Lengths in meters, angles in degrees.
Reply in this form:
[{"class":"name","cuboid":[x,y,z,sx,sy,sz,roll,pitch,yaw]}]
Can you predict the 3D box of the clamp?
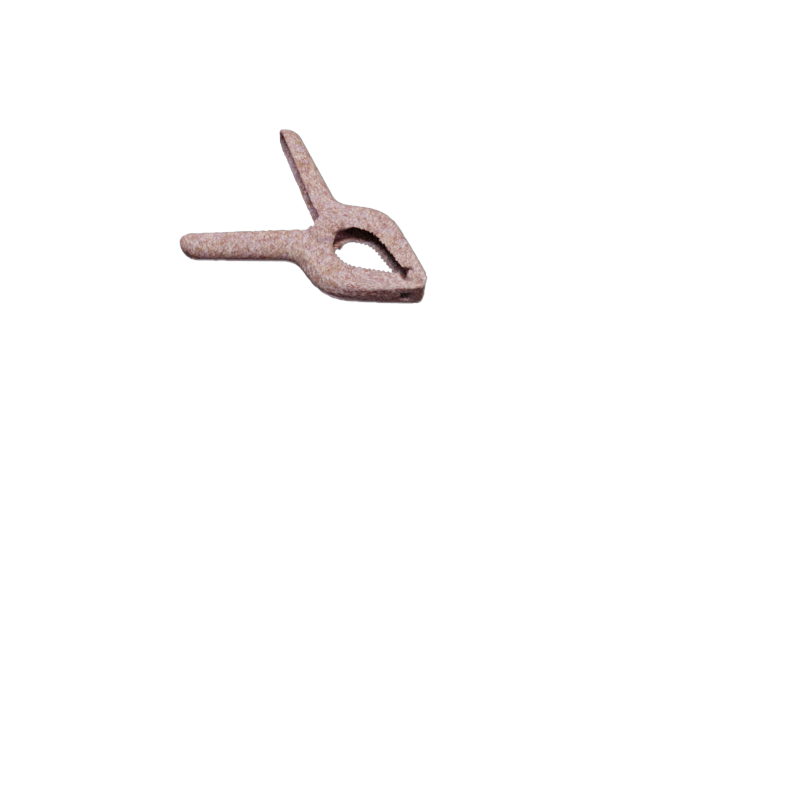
[{"class":"clamp","cuboid":[-0.076,-0.138,0.969,0.220,0.167,0.034,35,-26,20]}]
